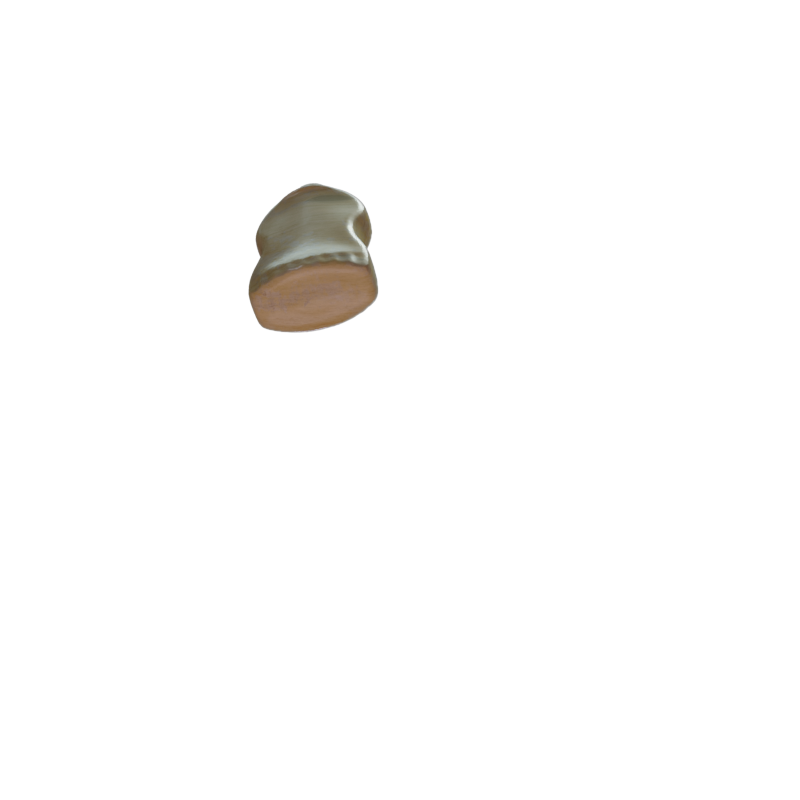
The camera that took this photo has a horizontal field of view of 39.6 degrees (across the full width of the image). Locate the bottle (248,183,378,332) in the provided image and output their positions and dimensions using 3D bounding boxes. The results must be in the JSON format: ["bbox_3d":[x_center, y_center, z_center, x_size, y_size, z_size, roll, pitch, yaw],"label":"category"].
[{"bbox_3d":[-0.071,-0.129,0.909,0.096,0.054,0.204,-16,33,6],"label":"bottle"}]
